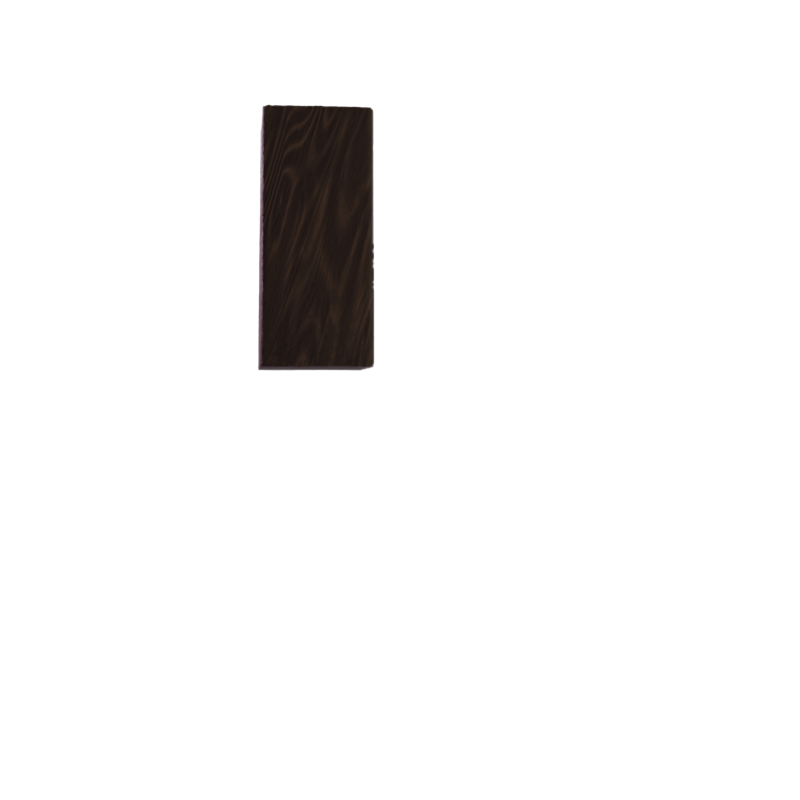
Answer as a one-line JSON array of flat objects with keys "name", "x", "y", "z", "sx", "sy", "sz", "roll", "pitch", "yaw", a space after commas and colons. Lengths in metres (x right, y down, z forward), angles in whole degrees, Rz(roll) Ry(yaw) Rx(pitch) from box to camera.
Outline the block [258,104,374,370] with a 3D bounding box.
[{"name": "block", "x": -0.070, "y": -0.129, "z": 0.905, "sx": 0.089, "sy": 0.210, "sz": 0.090, "roll": 0, "pitch": -7, "yaw": -7}]
